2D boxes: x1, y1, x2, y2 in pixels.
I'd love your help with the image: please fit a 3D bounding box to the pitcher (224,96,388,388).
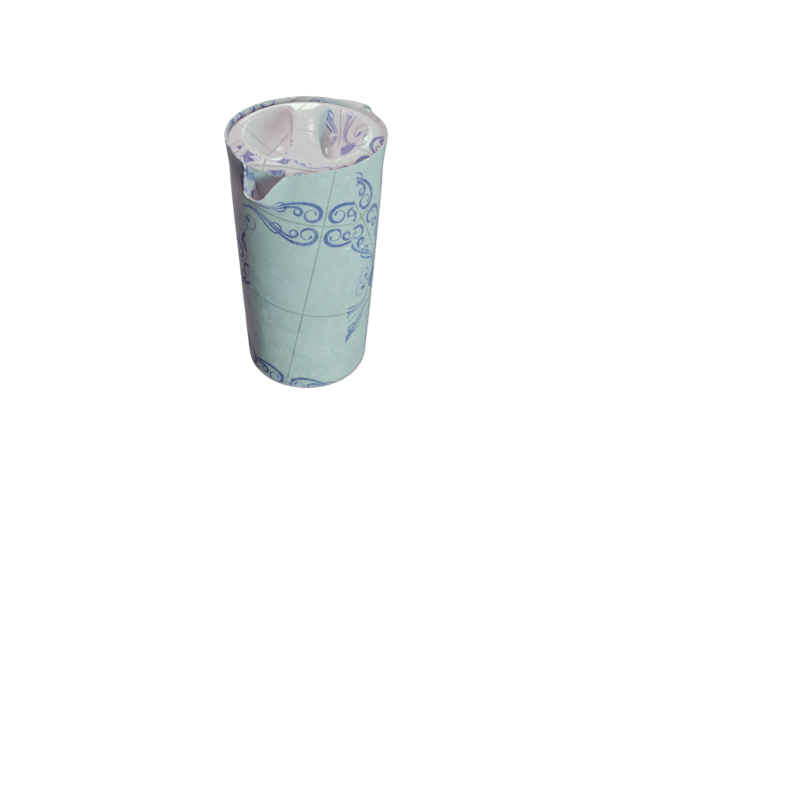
[{"bbox_3d":[-0.076,-0.139,0.974,0.147,0.227,0.157,-11,40,-16],"label":"pitcher"}]
